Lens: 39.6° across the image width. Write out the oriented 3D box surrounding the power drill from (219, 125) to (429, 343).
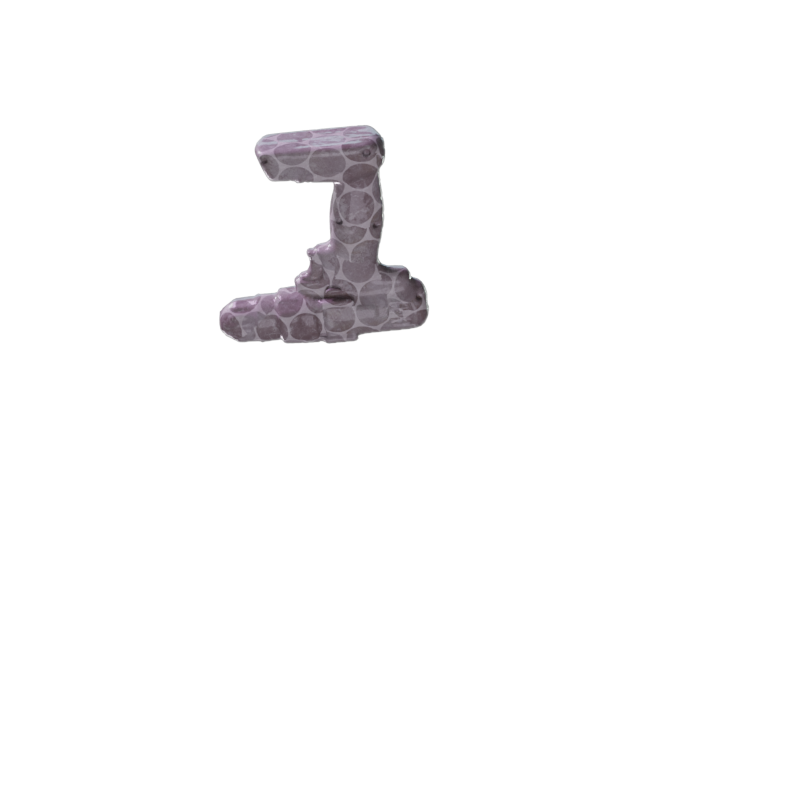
[{"bbox_3d":[-0.074,-0.135,0.945,0.185,0.177,0.061,-6,28,3],"label":"power drill"}]
